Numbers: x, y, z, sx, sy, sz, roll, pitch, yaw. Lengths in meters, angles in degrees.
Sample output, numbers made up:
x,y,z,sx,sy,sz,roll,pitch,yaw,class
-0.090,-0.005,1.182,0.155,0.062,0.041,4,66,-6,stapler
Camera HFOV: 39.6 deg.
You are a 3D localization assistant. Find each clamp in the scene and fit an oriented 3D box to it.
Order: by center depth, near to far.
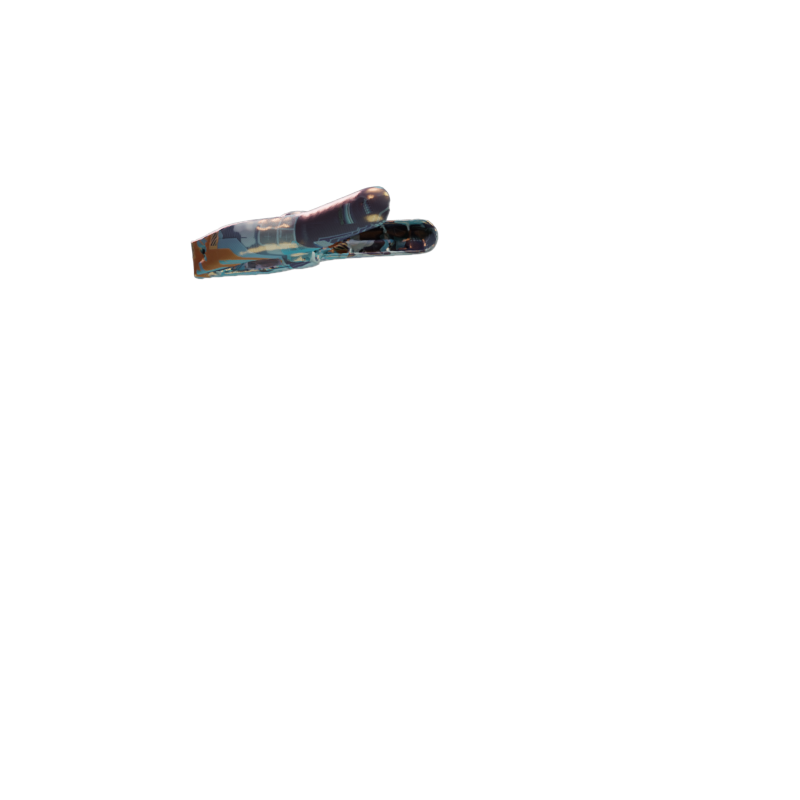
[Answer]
x,y,z,sx,sy,sz,roll,pitch,yaw,class
-0.060,-0.109,0.766,0.175,0.041,0.113,-6,-12,29,clamp
